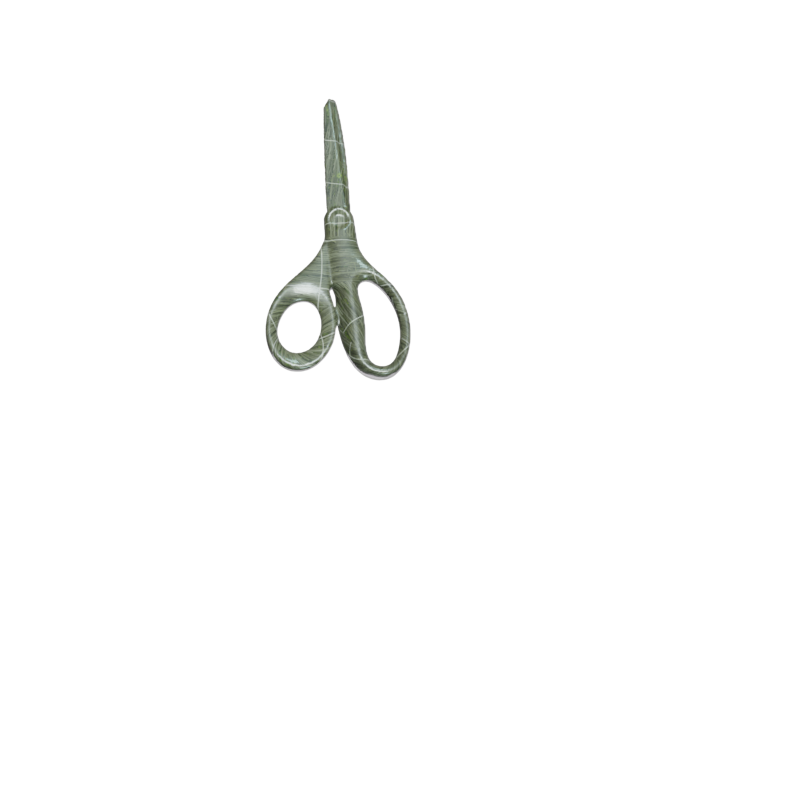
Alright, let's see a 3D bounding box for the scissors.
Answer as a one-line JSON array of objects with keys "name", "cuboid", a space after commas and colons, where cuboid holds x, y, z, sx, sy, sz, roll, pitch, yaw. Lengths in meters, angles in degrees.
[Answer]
[{"name": "scissors", "cuboid": [-0.055, -0.100, 0.702, 0.096, 0.215, 0.015, -17, -26, -9]}]
